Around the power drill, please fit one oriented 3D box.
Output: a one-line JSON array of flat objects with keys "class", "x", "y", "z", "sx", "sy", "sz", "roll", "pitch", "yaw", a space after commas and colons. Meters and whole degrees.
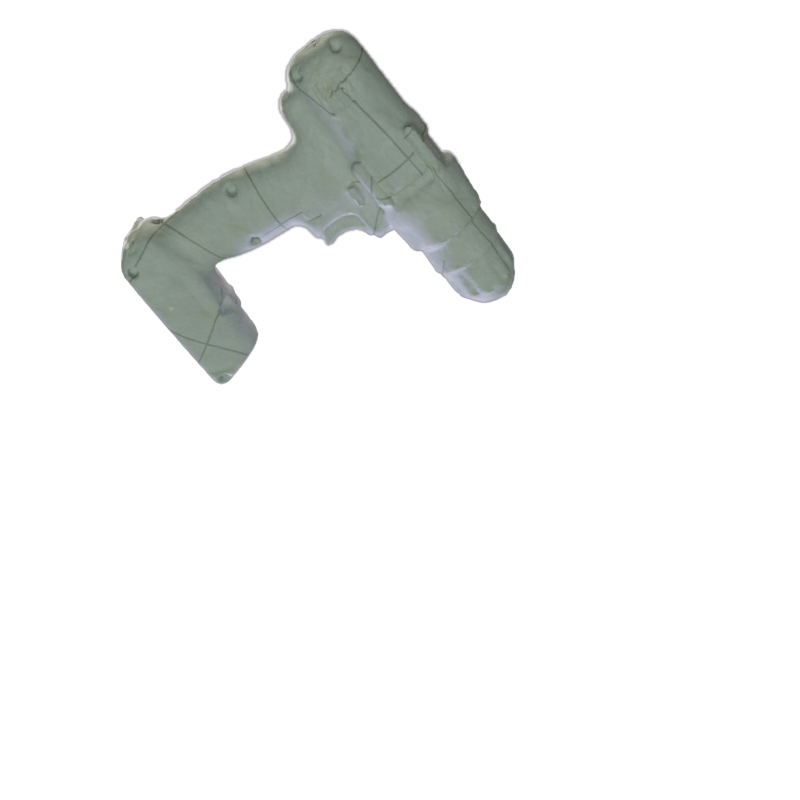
[{"class": "power drill", "x": -0.050, "y": -0.091, "z": 0.637, "sx": 0.187, "sy": 0.177, "sz": 0.060, "roll": -35, "pitch": 17, "yaw": 12}]
